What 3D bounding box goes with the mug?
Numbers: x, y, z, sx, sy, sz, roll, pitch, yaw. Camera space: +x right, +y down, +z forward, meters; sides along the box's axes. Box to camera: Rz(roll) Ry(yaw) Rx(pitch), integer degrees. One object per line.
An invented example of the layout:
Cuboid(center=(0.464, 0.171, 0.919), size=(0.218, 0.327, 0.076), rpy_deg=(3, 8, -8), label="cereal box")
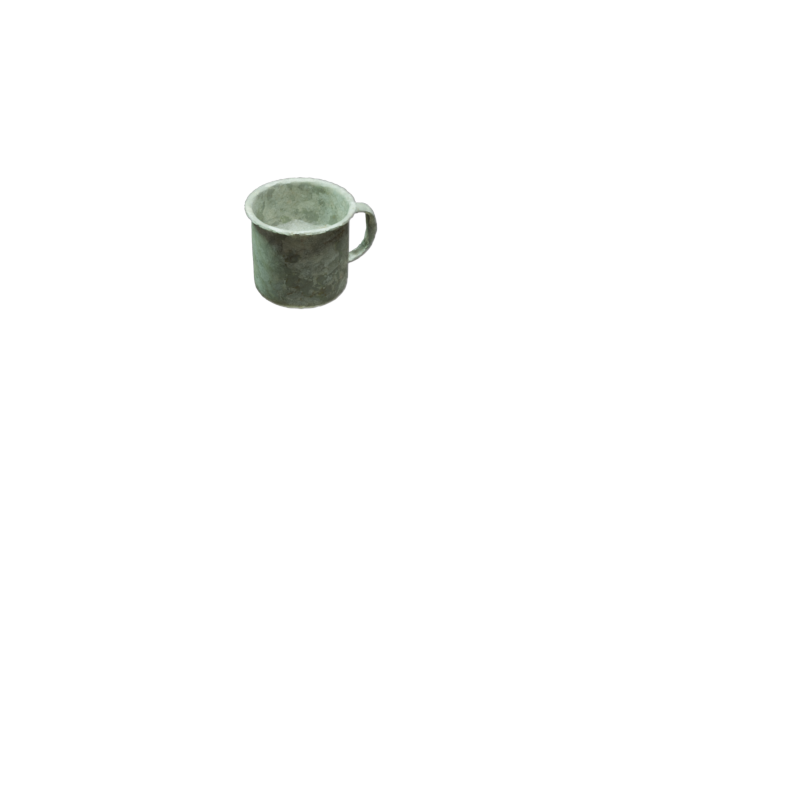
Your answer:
Cuboid(center=(-0.074, -0.135, 0.944), size=(0.116, 0.076, 0.101), rpy_deg=(-17, 40, -23), label="mug")
